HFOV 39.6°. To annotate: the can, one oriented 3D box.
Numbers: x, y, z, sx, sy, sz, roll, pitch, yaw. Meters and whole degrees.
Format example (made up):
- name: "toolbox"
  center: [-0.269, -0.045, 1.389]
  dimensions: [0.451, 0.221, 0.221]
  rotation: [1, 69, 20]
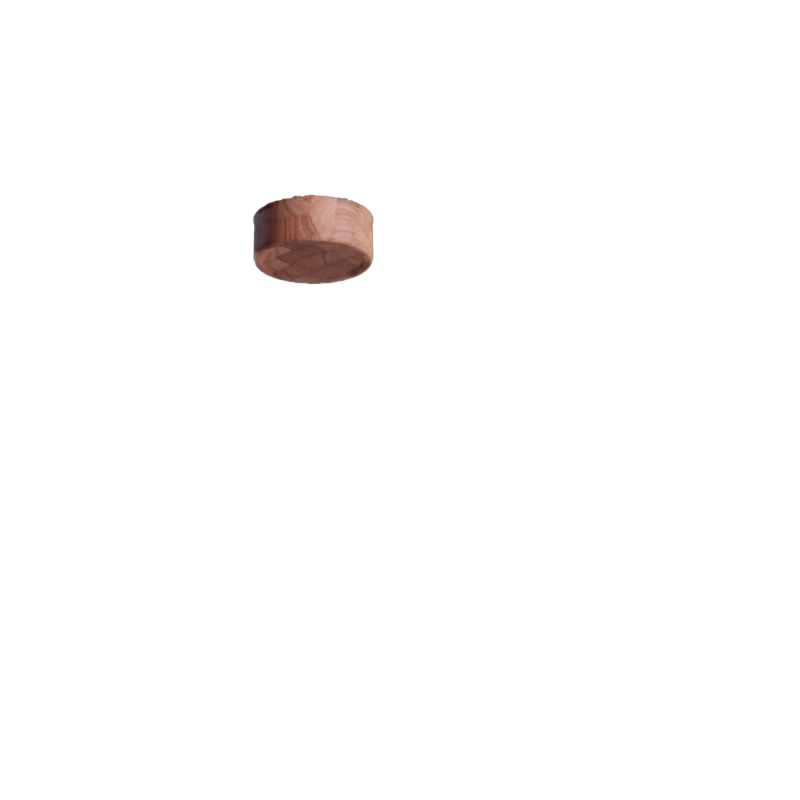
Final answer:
- name: "can"
  center: [-0.061, -0.112, 0.782]
  dimensions: [0.086, 0.035, 0.082]
  rotation: [0, -17, -2]
